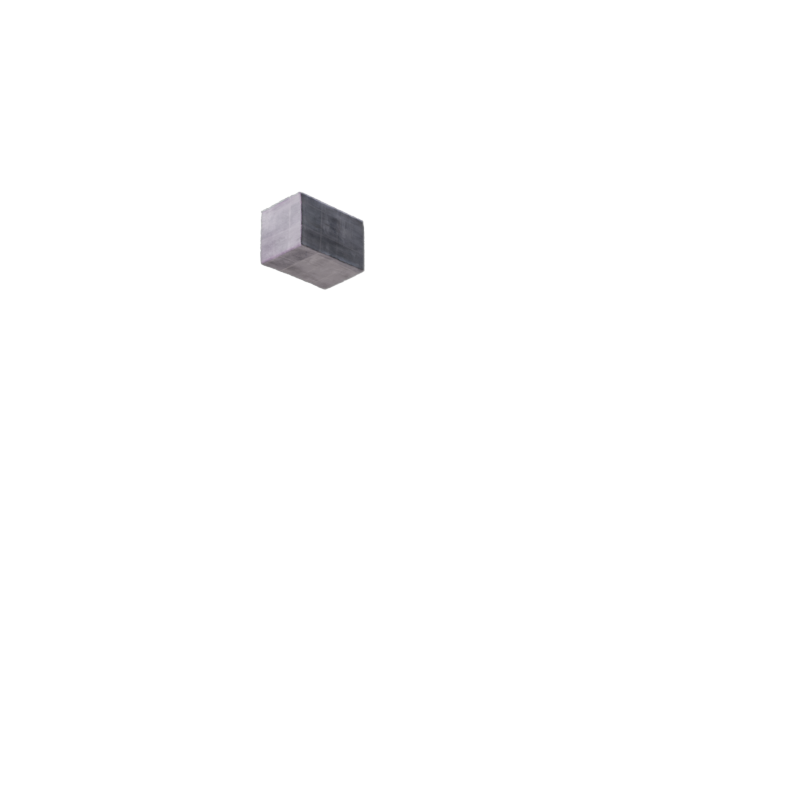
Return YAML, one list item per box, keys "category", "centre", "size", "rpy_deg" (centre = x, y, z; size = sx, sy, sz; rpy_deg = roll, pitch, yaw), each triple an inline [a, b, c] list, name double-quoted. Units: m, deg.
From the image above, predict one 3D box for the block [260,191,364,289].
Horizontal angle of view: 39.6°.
- category: "block"
  centre: [-0.075, -0.136, 0.952]
  size: [0.053, 0.054, 0.073]
  rpy_deg: [-22, -30, 39]
